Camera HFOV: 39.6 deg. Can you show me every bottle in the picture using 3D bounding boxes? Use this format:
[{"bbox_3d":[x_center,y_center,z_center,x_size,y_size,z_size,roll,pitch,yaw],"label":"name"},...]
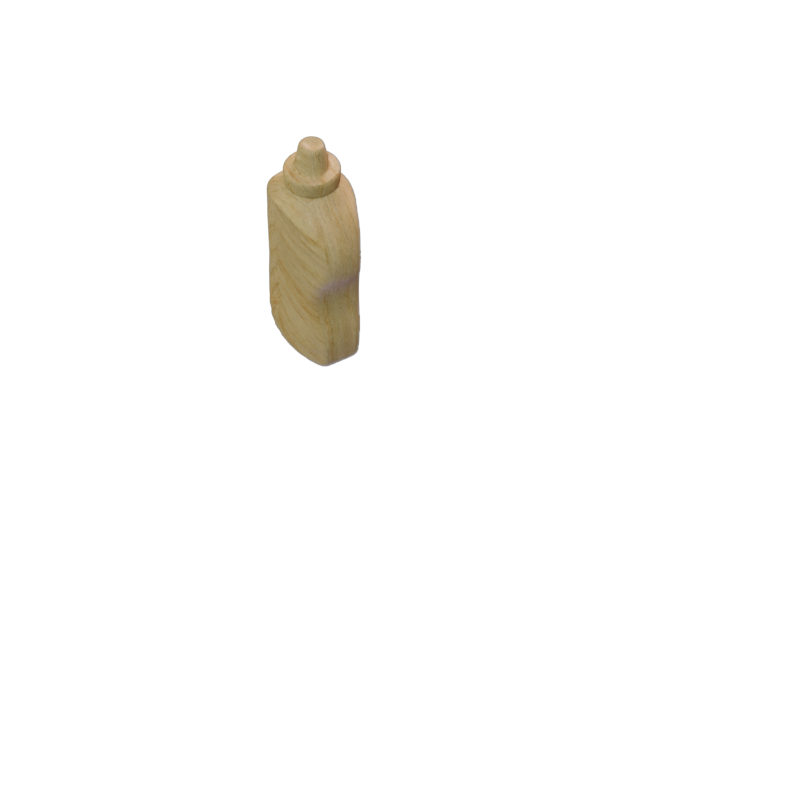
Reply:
[{"bbox_3d":[-0.065,-0.118,0.827,0.058,0.104,0.179,-20,-37,-20],"label":"bottle"}]
